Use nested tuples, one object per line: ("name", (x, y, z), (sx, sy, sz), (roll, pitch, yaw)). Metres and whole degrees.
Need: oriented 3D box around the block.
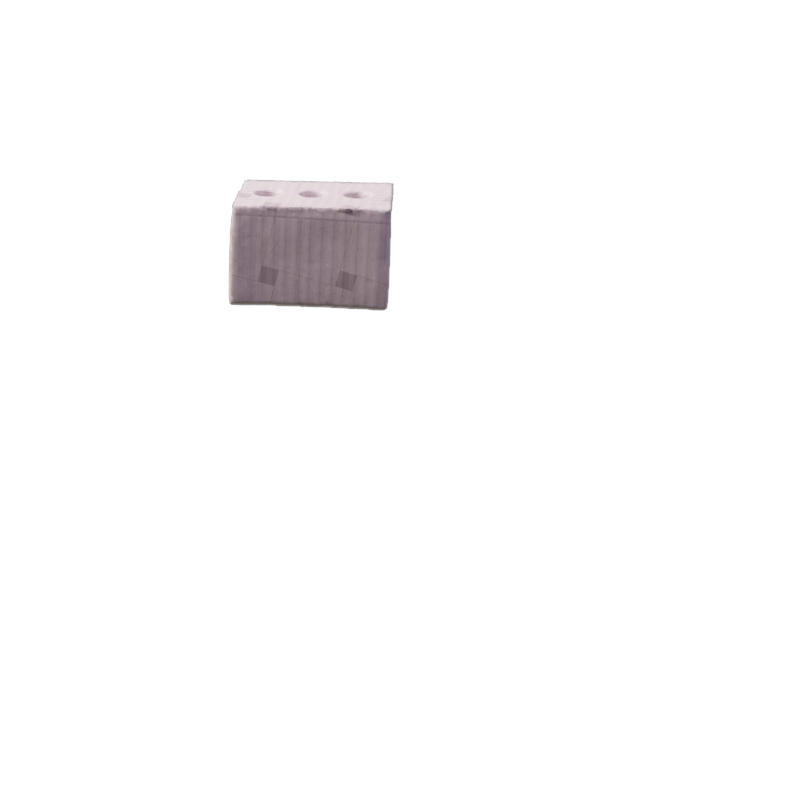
("block", (-0.043, -0.078, 0.548), (0.078, 0.049, 0.055), (2, 23, 3))
